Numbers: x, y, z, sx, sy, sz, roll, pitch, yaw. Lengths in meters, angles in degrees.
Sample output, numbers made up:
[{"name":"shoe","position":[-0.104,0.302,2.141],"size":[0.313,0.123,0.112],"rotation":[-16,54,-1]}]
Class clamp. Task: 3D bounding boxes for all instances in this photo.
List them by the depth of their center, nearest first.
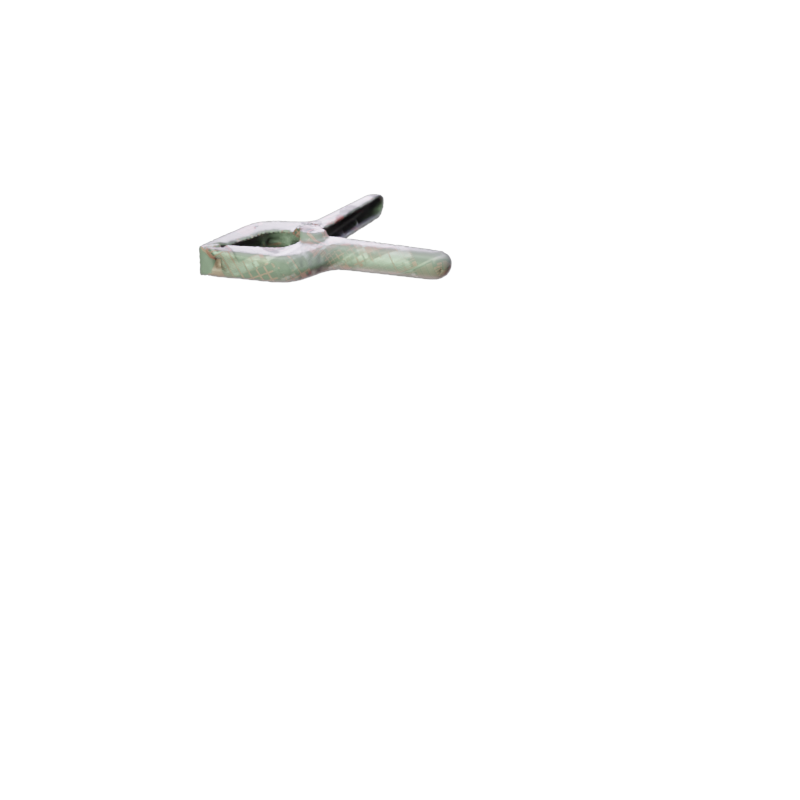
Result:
[{"name":"clamp","position":[-0.078,-0.142,0.996],"size":[0.207,0.034,0.176],"rotation":[-7,29,-12]}]
